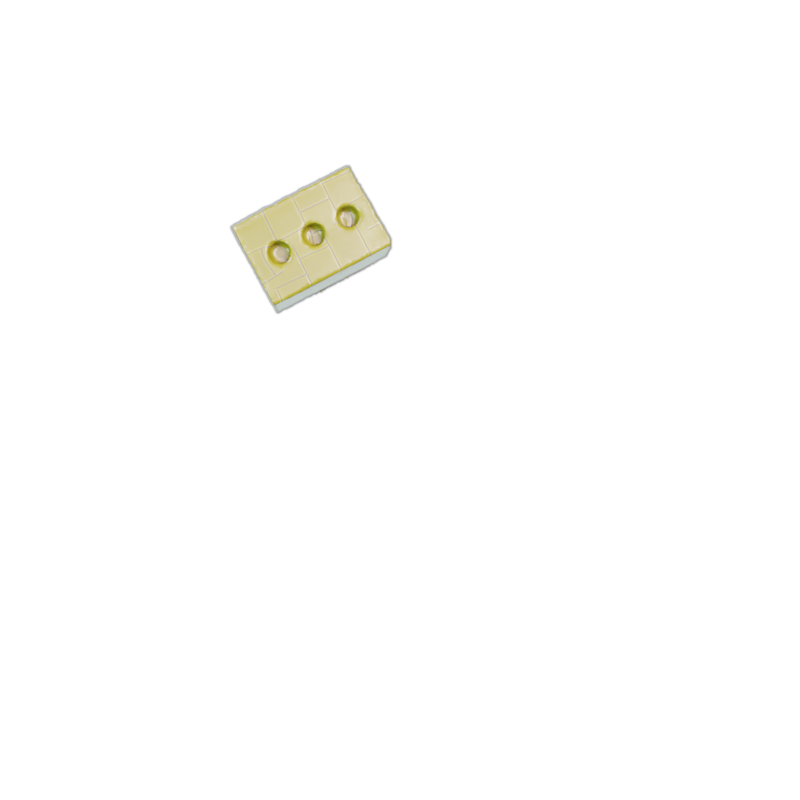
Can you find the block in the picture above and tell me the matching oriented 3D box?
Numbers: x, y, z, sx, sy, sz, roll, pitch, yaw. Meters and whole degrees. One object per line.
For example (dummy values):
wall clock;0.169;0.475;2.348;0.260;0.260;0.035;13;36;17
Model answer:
block;-0.050;-0.092;0.644;0.078;0.054;0.050;-29;-4;-5
